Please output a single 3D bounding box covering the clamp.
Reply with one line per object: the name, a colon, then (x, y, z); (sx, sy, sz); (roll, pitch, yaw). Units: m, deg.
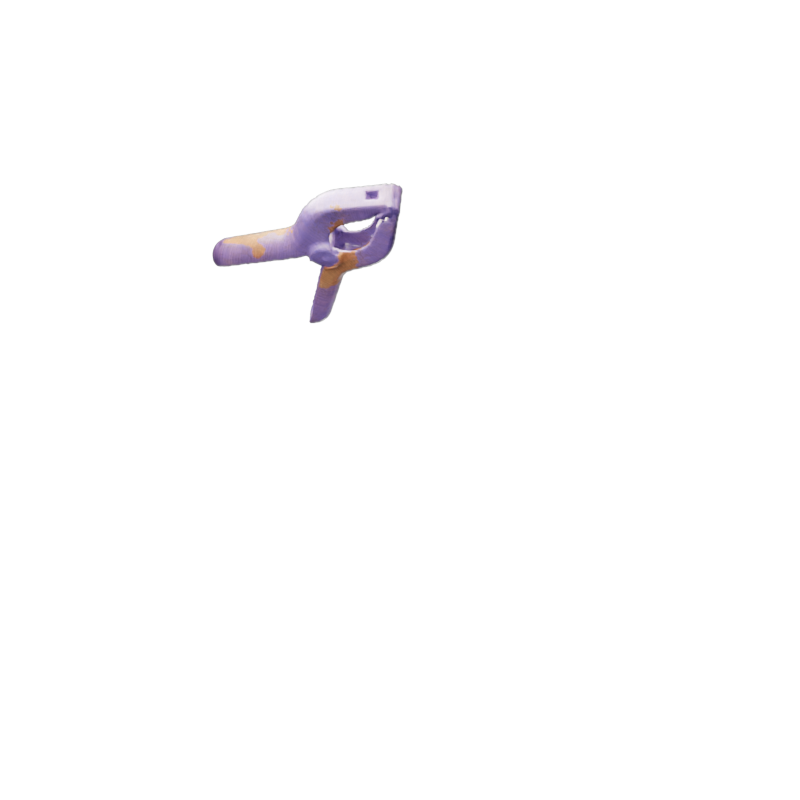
clamp: (-0.070, -0.128, 0.898); (0.114, 0.042, 0.168); (22, -41, -28)
